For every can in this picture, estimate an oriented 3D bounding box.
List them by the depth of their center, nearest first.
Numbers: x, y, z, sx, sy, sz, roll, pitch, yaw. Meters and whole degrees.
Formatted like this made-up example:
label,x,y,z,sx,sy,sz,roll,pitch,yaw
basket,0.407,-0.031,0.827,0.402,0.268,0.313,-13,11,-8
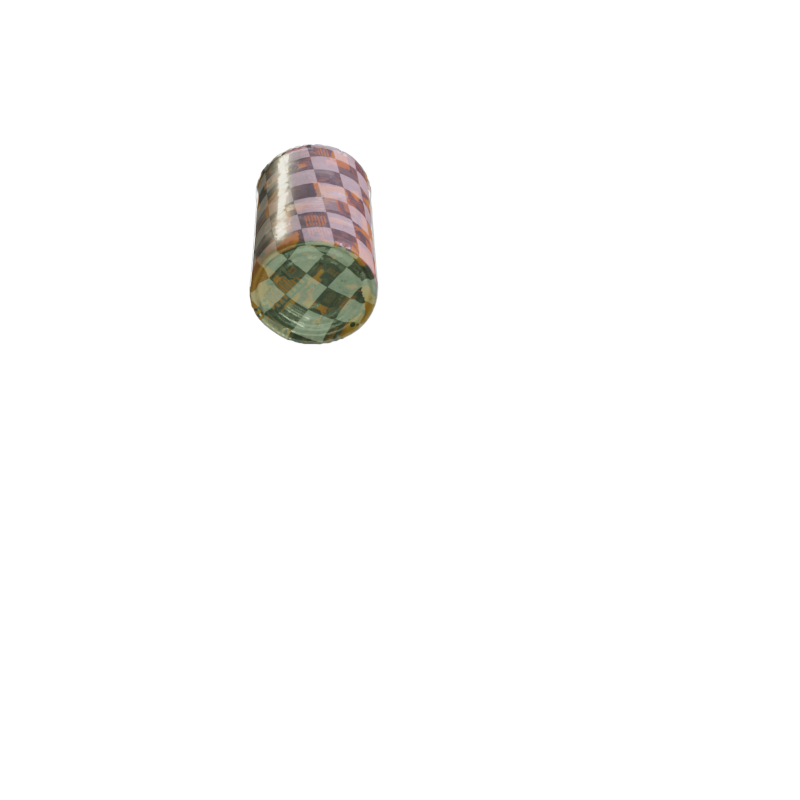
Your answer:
label,x,y,z,sx,sy,sz,roll,pitch,yaw
can,-0.048,-0.087,0.607,0.068,0.064,0.109,-1,37,-3
